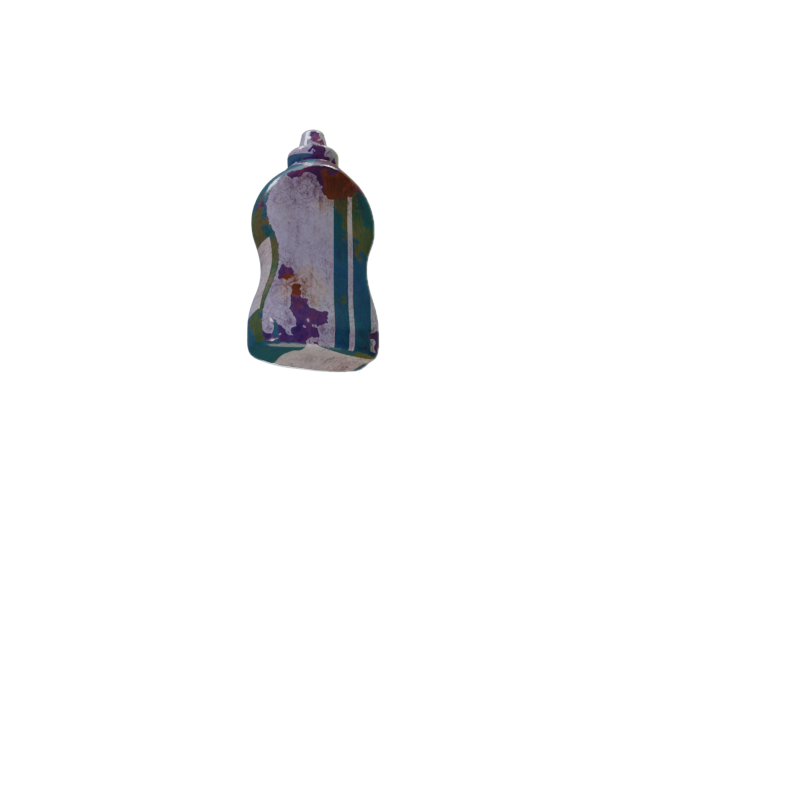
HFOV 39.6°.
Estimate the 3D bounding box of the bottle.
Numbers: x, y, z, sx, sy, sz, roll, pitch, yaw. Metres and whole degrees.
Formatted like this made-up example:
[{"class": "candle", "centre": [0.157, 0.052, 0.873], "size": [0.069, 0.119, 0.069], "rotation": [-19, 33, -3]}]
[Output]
[{"class": "bottle", "centre": [-0.067, -0.121, 0.849], "size": [0.093, 0.202, 0.057], "rotation": [7, -25, -19]}]
